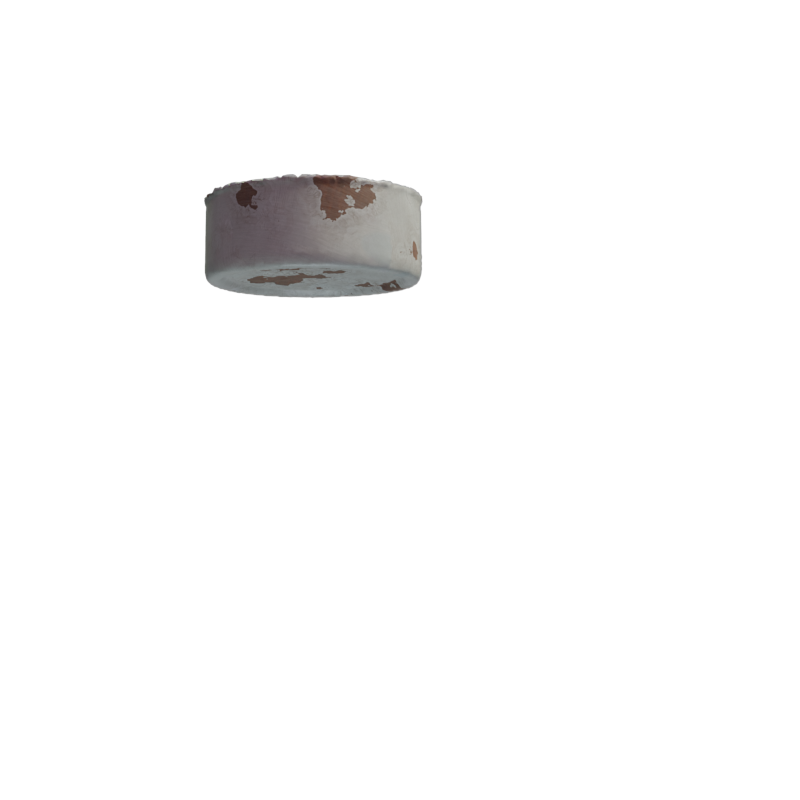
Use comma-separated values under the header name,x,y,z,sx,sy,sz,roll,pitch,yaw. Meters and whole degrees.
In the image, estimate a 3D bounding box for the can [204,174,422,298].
name,x,y,z,sx,sy,sz,roll,pitch,yaw
can,-0.034,-0.062,0.434,0.086,0.034,0.085,0,-4,-2
